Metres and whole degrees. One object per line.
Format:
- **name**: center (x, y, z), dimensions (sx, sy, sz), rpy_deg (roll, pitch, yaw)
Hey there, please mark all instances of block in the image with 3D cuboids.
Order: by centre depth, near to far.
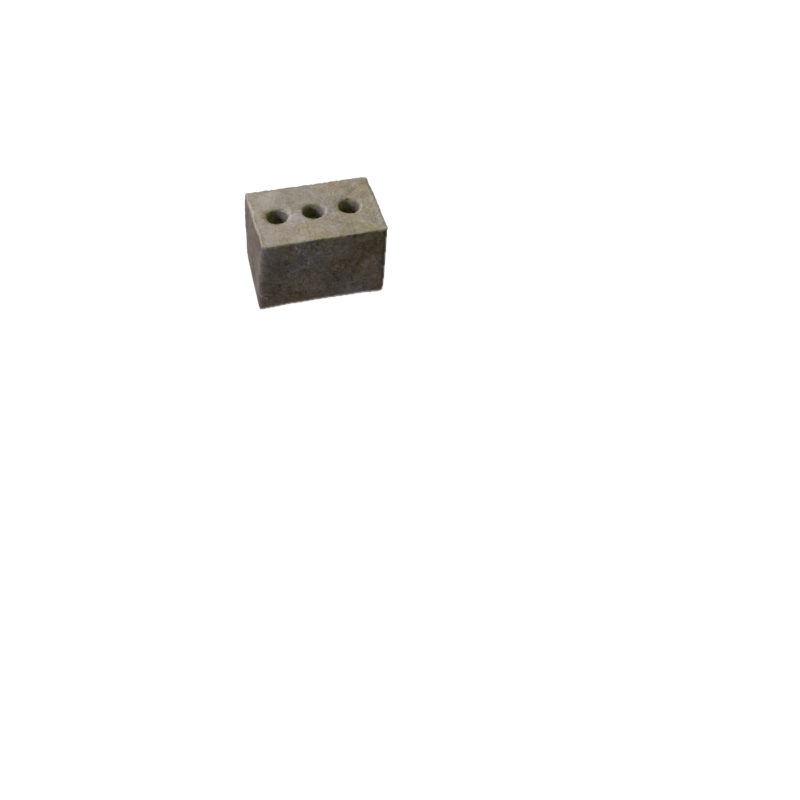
- **block**: center (-0.053, -0.096, 0.671), dimensions (0.077, 0.057, 0.048), rpy_deg (-10, -42, -11)
